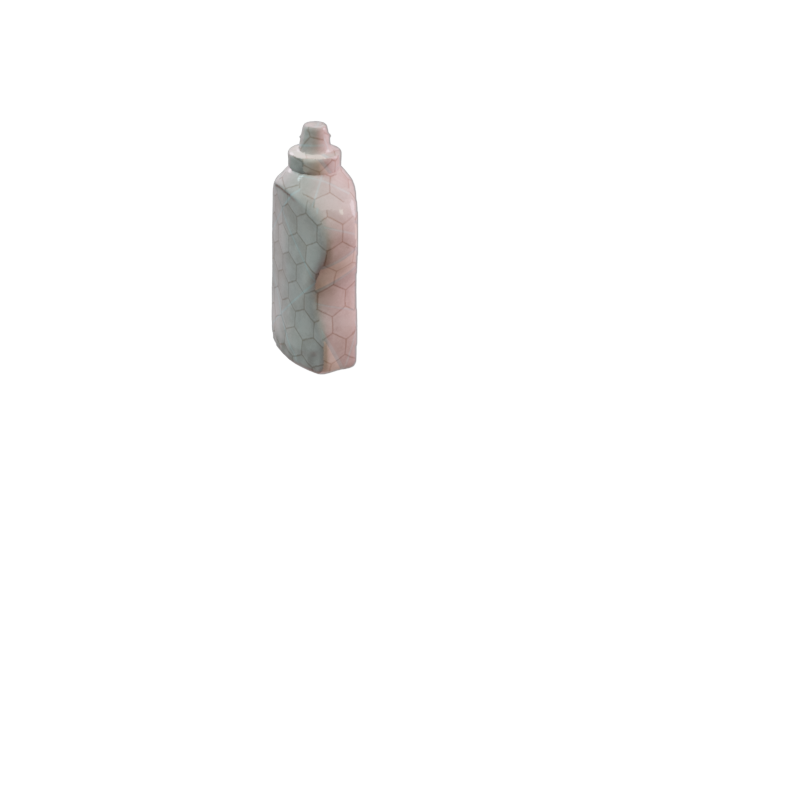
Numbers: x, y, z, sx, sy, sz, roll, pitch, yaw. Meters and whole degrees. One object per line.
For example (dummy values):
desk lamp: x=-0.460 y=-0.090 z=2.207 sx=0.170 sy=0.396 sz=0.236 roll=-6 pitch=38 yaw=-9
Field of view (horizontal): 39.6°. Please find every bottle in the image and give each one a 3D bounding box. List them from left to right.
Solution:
bottle: x=-0.067 y=-0.124 z=0.867 sx=0.057 sy=0.182 sz=0.103 roll=-11 pitch=29 yaw=-24
